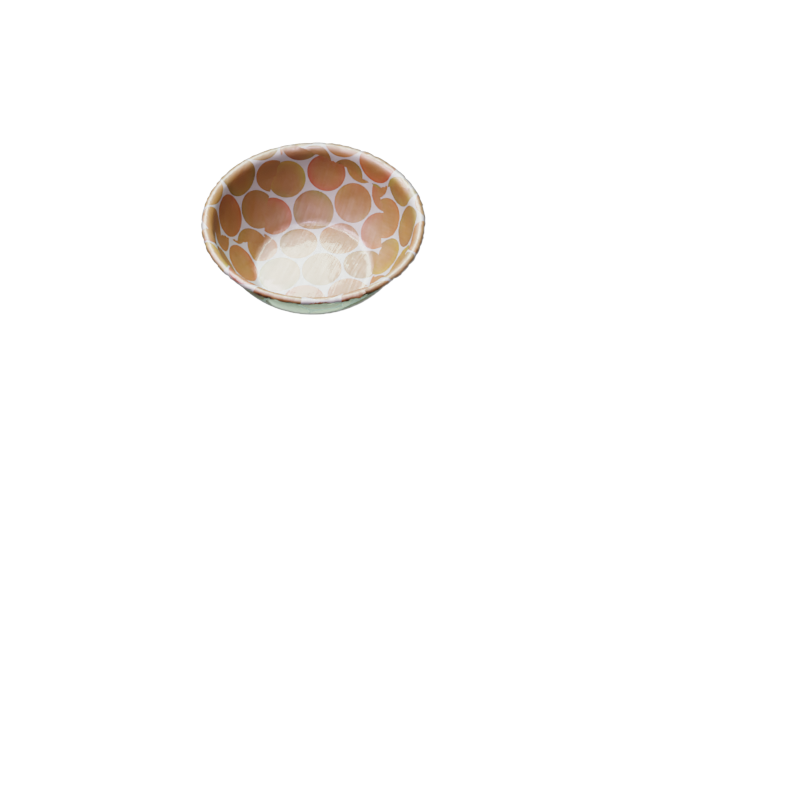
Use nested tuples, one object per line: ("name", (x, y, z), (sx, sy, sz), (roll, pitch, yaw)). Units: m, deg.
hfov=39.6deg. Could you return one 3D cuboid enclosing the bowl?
("bowl", (-0.064, -0.117, 0.816), (0.162, 0.174, 0.051), (-1, -39, -1))
